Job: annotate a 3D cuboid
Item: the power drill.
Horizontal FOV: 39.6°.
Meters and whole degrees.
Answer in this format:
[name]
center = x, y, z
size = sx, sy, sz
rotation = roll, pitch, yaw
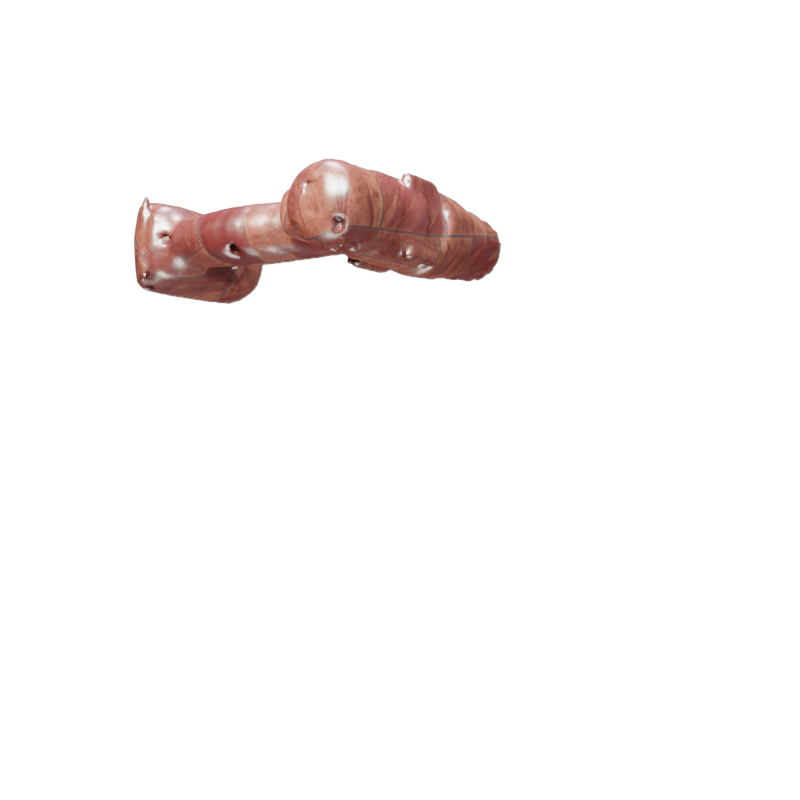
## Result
[power drill]
center = -0.053, -0.096, 0.674
size = 0.193, 0.059, 0.175
rotation = -5, -9, 34
